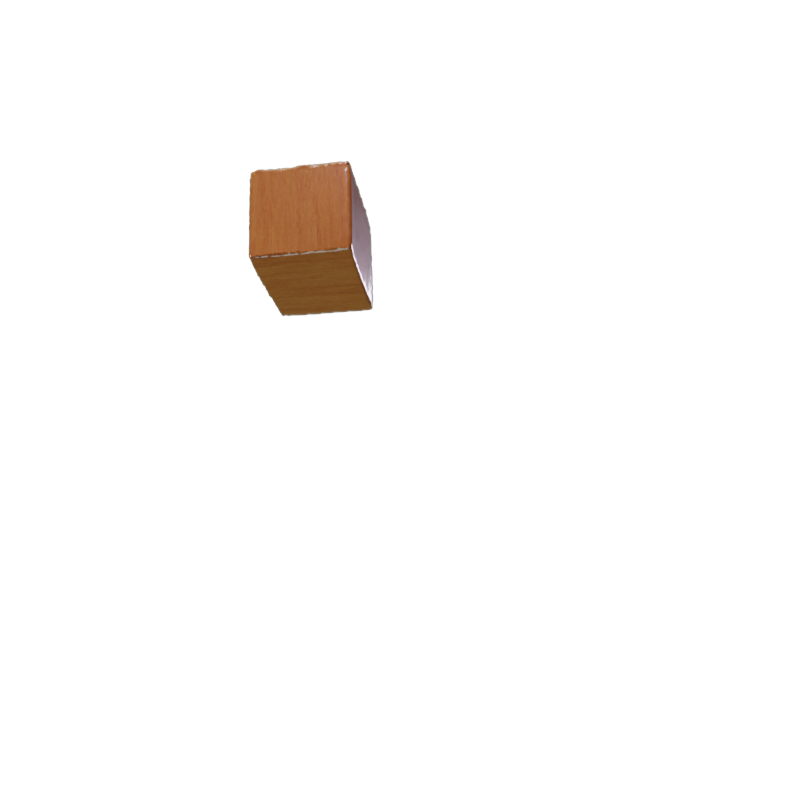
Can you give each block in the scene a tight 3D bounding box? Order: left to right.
[{"bbox_3d":[-0.046,-0.083,0.582,0.053,0.054,0.073,-4,-22,7],"label":"block"}]
